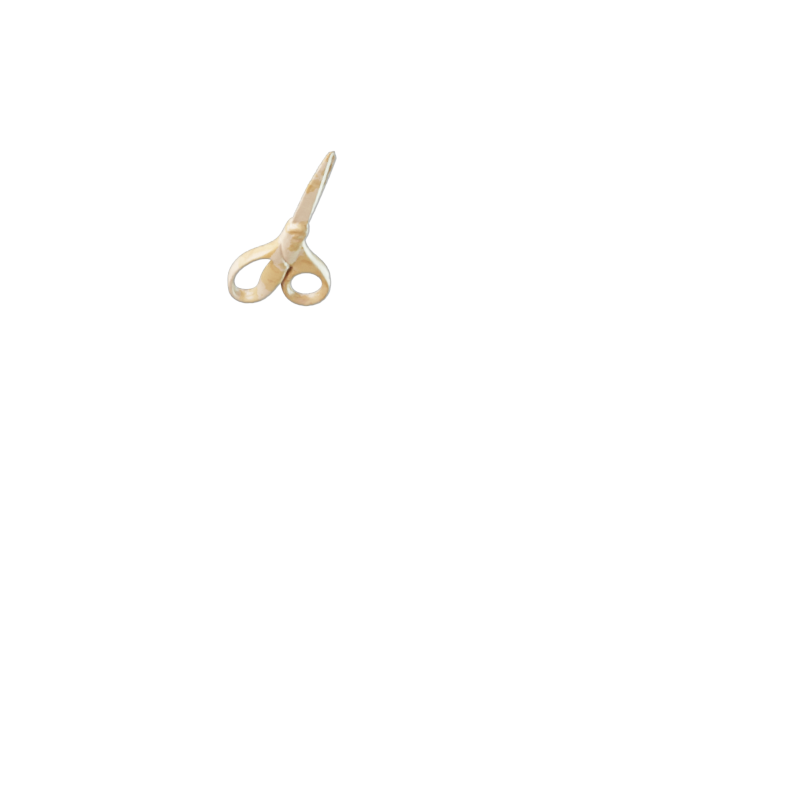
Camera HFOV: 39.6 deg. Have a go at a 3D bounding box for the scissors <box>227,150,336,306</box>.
[{"bbox_3d":[-0.070,-0.128,0.897,0.091,0.017,0.198,20,-36,-30],"label":"scissors"}]
